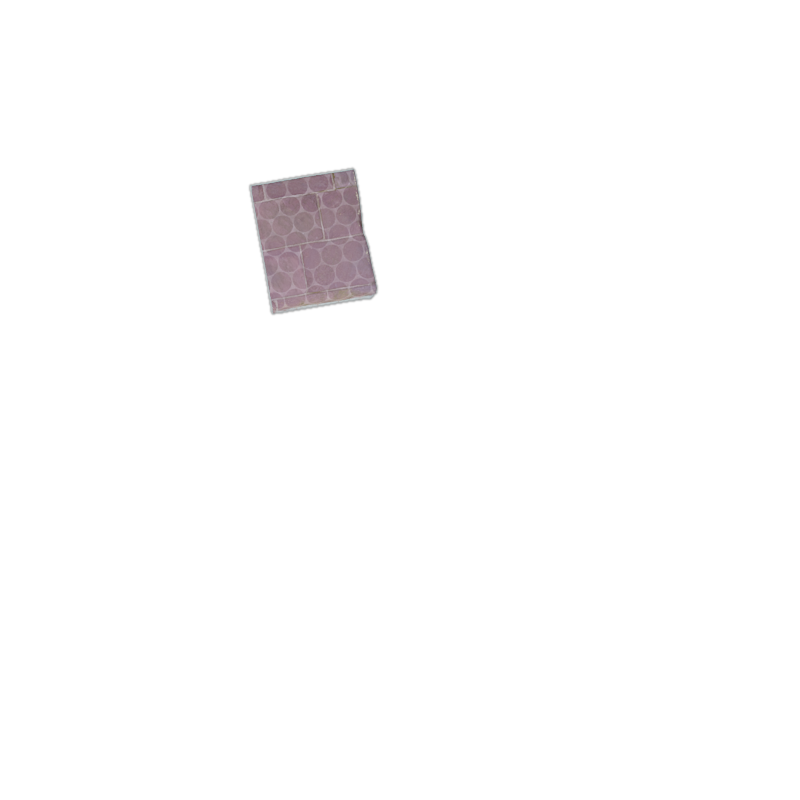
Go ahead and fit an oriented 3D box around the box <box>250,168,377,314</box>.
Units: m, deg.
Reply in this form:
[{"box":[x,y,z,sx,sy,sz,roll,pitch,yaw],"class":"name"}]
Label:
[{"box":[-0.059,-0.108,0.759,0.073,0.092,0.029,-10,-11,-3],"class":"box"}]
